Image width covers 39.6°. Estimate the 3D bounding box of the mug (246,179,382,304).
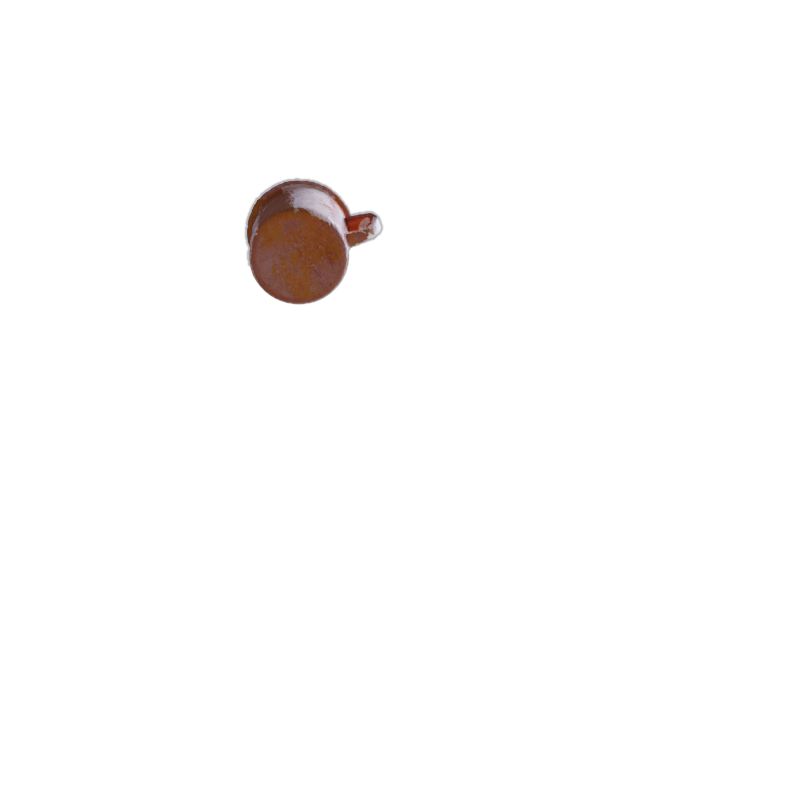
[{"bbox_3d":[-0.072,-0.132,0.924,0.117,0.089,0.085,-11,20,2],"label":"mug"}]
